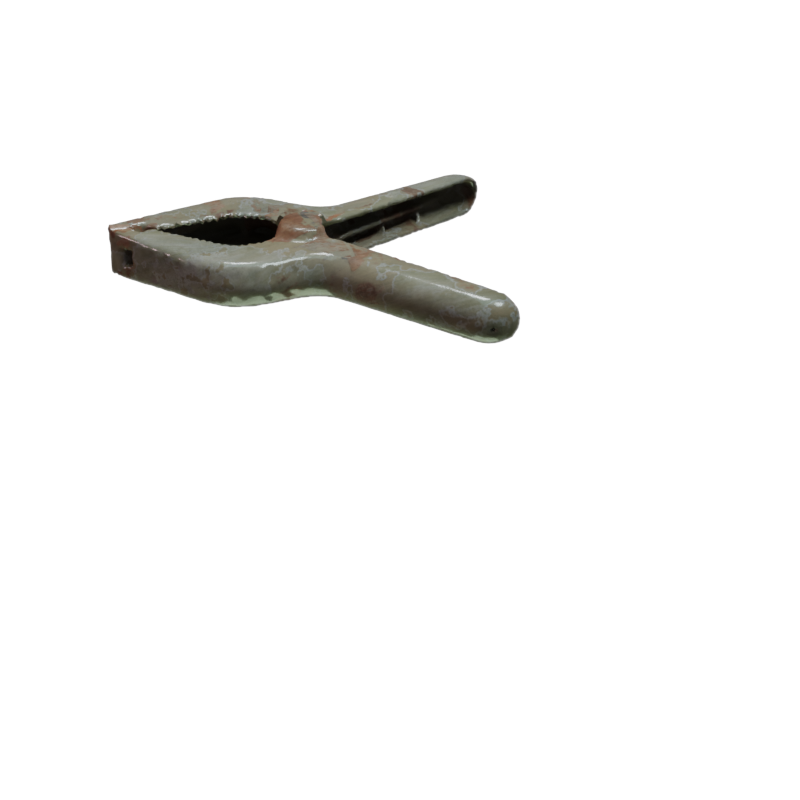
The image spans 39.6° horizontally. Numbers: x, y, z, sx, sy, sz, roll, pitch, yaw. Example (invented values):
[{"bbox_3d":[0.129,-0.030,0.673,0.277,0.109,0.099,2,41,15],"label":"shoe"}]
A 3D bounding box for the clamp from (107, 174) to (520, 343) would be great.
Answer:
[{"bbox_3d":[-0.046,-0.084,0.589,0.212,0.034,0.173,3,31,5],"label":"clamp"}]
